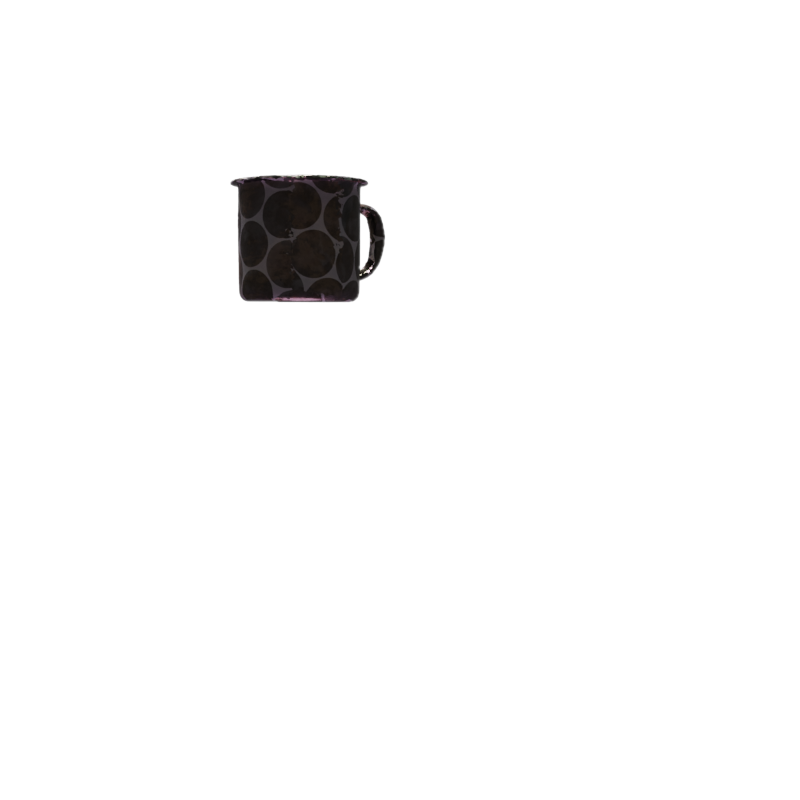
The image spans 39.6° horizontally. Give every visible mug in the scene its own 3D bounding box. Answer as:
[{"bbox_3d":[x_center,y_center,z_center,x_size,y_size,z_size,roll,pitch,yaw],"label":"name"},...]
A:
[{"bbox_3d":[-0.059,-0.108,0.755,0.113,0.082,0.097,-3,3,-40],"label":"mug"}]
